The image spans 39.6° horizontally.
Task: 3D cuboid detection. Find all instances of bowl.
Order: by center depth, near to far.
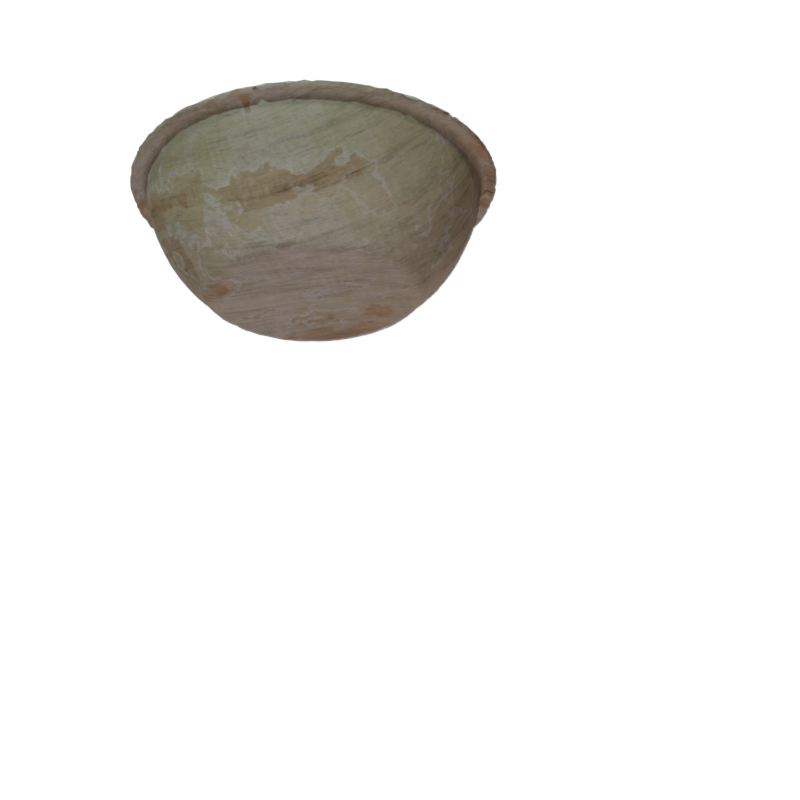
[{"bbox_3d":[-0.038,-0.069,0.480,0.162,0.058,0.153,1,-24,-2],"label":"bowl"}]
